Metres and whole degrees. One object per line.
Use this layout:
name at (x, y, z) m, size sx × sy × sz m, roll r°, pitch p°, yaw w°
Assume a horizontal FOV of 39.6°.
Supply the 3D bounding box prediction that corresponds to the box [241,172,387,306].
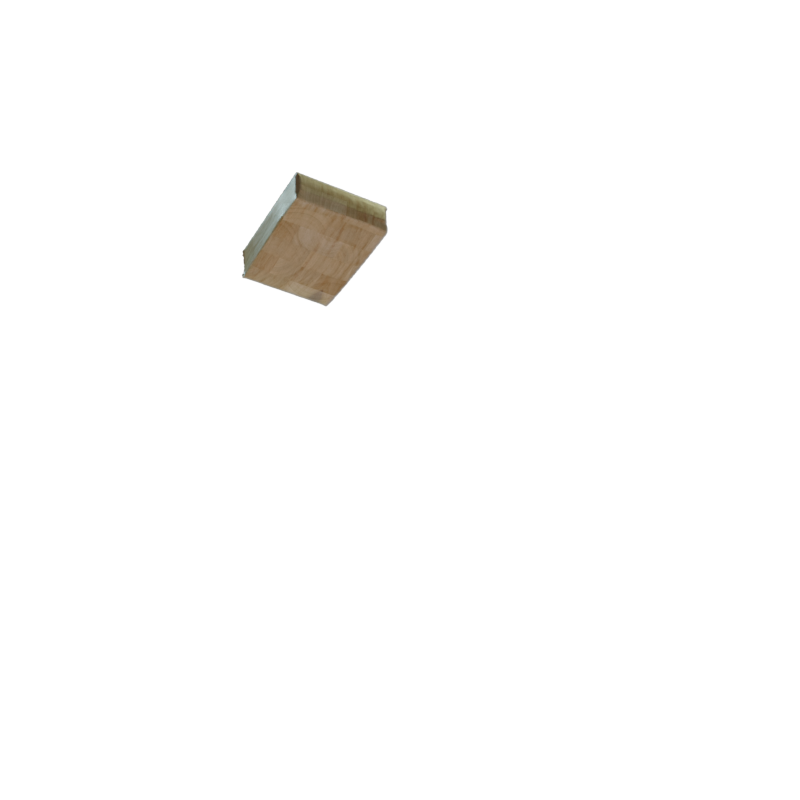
box at (-0.076, -0.139, 0.974) m, size 0.086 × 0.042 × 0.110 m, roll 21°, pitch -47°, yaw -22°
